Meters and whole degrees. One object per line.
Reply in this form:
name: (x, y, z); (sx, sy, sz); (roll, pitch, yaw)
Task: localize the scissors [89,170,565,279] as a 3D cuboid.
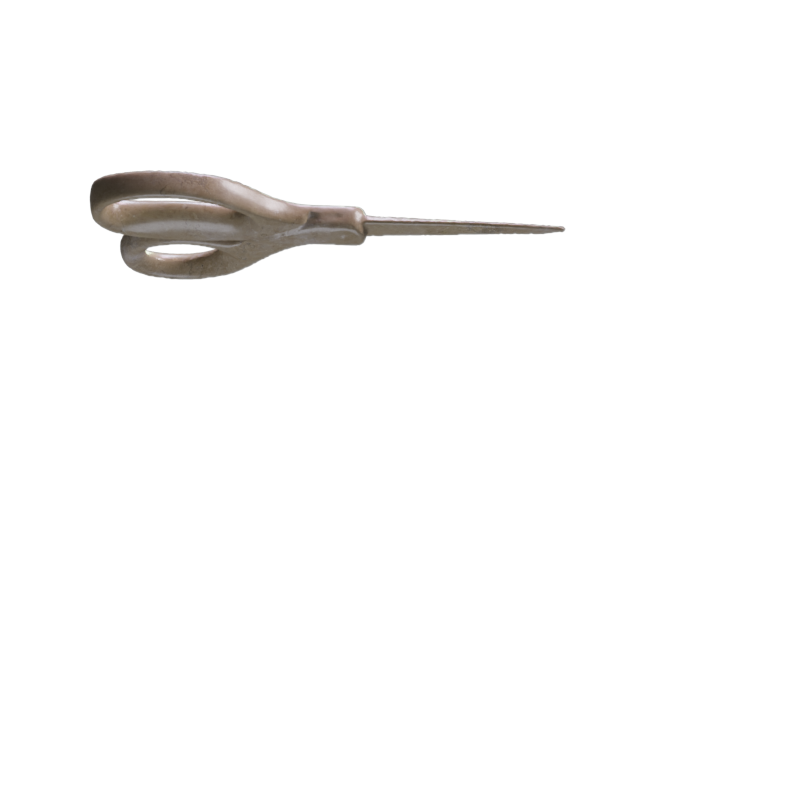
scissors: (-0.039, -0.071, 0.495); (0.196, 0.016, 0.094); (6, -18, -18)
